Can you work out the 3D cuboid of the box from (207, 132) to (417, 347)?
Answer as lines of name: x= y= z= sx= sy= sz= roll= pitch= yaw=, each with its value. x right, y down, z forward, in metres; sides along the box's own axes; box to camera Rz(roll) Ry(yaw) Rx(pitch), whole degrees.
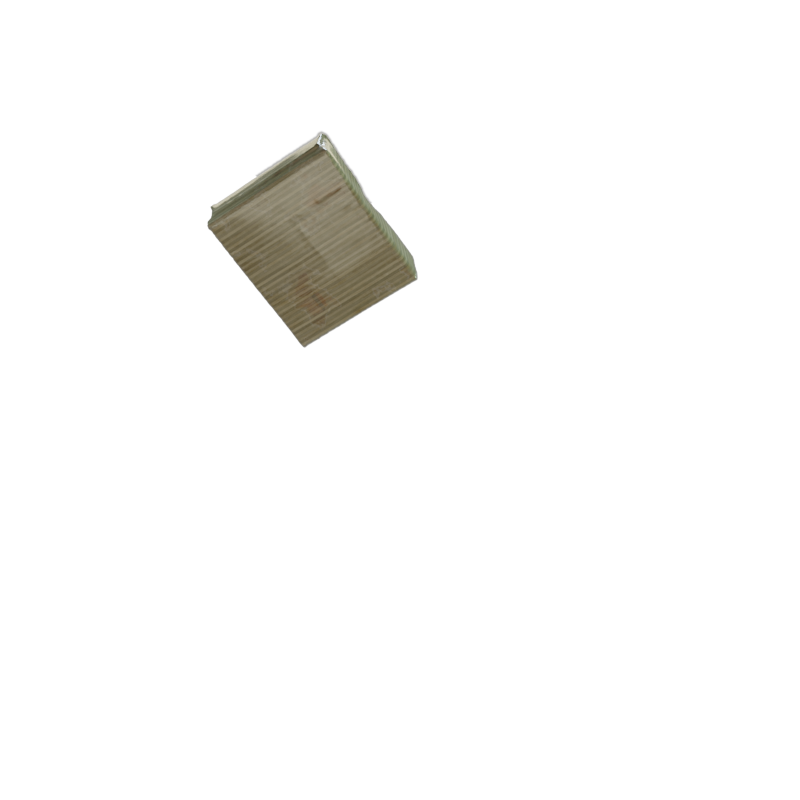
box: x=-0.045 y=-0.082 z=0.577 sx=0.073 sy=0.085 sz=0.032 roll=-32 pitch=21 yaw=13
